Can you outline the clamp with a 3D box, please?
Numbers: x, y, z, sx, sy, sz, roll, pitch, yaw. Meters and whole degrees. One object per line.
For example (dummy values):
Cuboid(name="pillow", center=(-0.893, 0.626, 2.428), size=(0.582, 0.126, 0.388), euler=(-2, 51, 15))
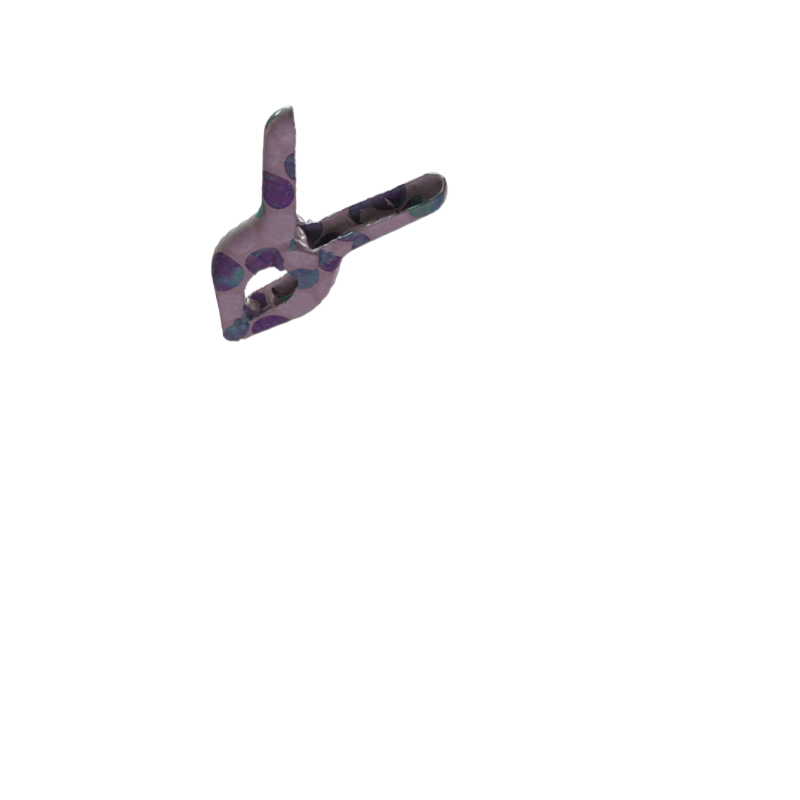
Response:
Cuboid(name="clamp", center=(-0.053, -0.096, 0.675), size=(0.116, 0.042, 0.165), euler=(19, -47, -19))
